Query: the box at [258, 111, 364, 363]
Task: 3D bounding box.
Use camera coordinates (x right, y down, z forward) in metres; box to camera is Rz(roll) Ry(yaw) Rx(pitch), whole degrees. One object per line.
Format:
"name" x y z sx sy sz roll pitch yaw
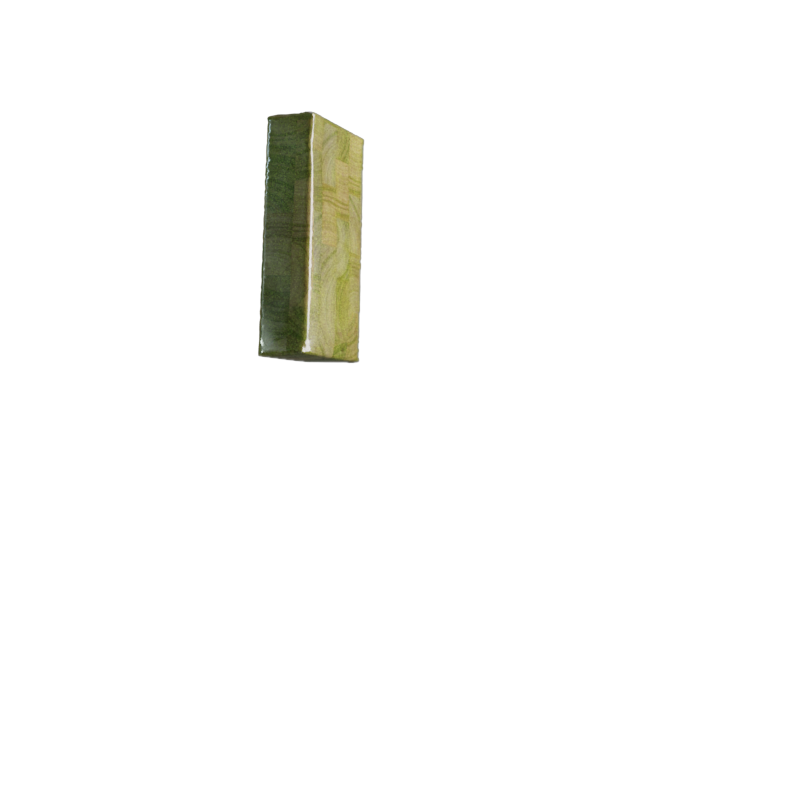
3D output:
"box" -0.065 -0.118 0.827 0.049 0.180 0.089 -5 -9 24
